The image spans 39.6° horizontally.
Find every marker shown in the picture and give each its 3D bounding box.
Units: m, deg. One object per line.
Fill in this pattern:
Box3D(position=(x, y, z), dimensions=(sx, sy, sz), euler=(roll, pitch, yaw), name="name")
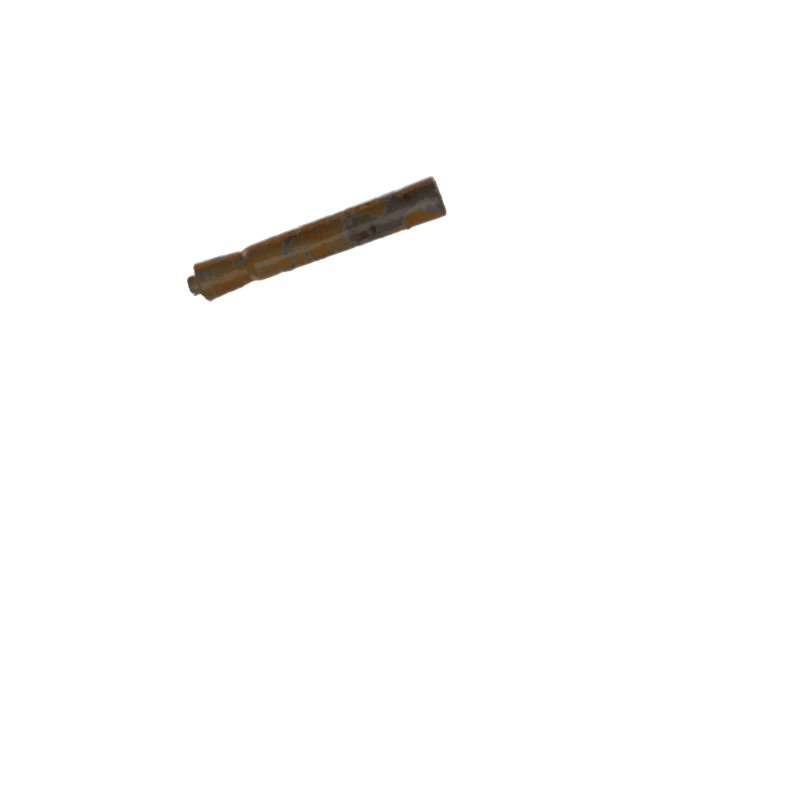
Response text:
Box3D(position=(-0.039, -0.071, 0.498), dimensions=(0.121, 0.020, 0.020), euler=(-19, 2, 9), name="marker")
